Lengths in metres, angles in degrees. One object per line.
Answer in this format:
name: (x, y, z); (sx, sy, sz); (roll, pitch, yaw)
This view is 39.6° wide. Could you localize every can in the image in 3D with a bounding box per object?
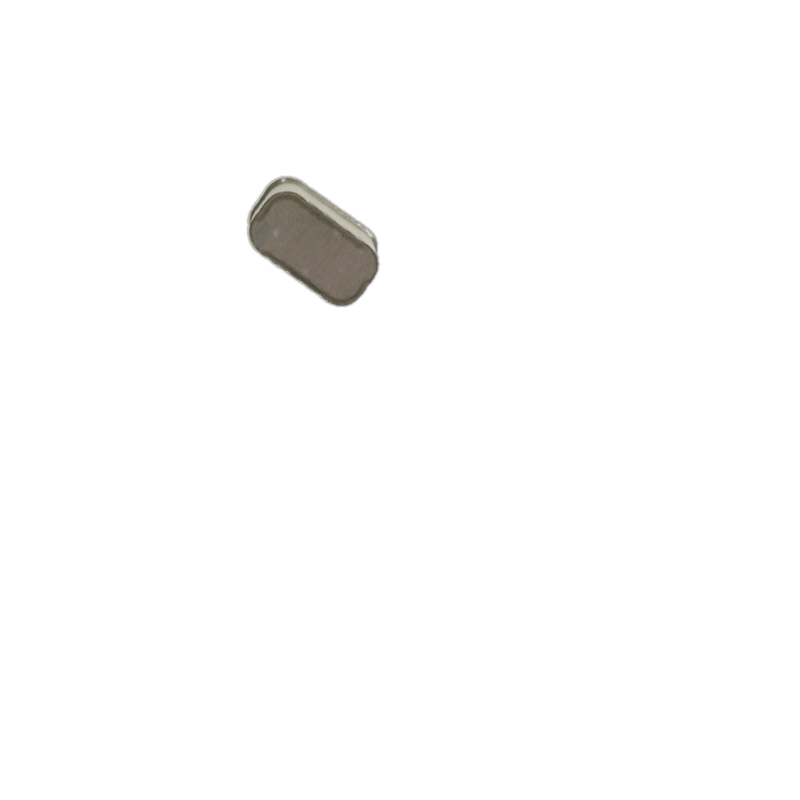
can: (-0.065, -0.119, 0.831); (0.100, 0.057, 0.086); (35, 9, -8)
